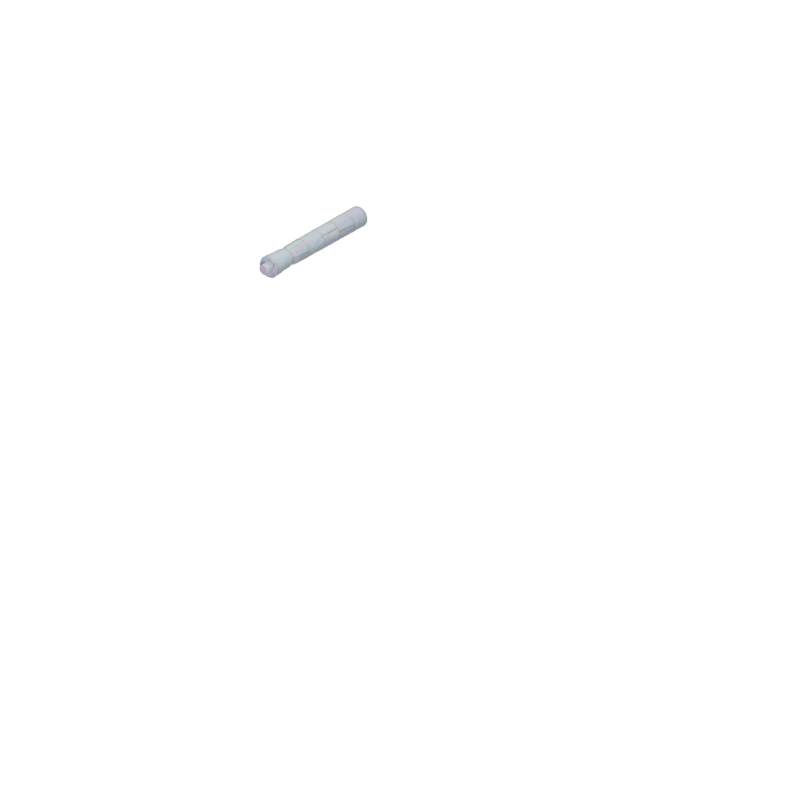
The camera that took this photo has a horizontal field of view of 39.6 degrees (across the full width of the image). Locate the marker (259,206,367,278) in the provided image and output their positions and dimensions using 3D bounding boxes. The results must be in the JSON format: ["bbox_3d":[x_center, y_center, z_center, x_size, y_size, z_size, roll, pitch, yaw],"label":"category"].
[{"bbox_3d":[-0.071,-0.130,0.913,0.021,0.019,0.122,3,29,41],"label":"marker"}]
